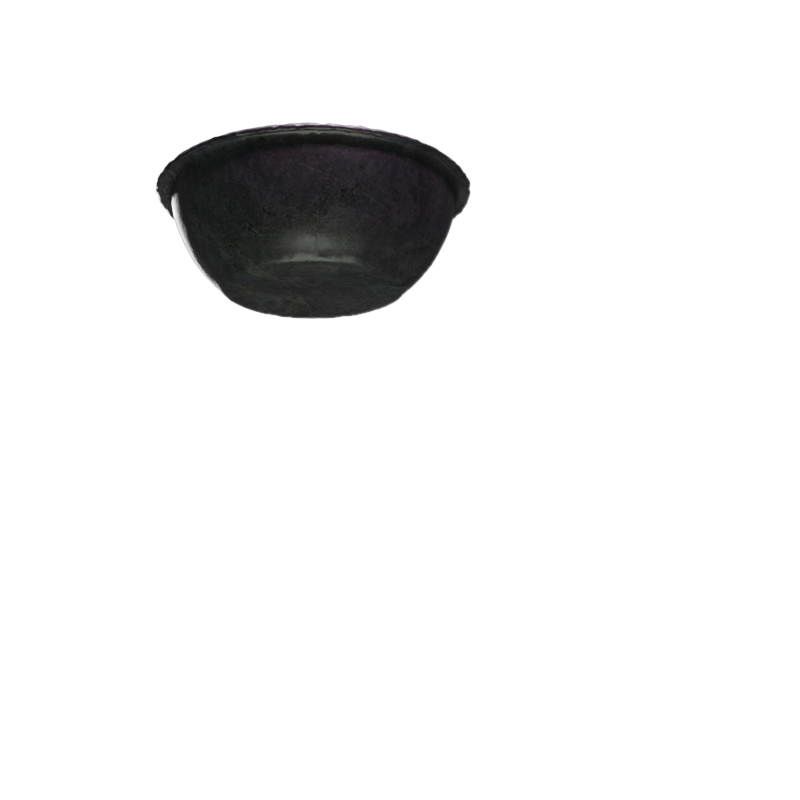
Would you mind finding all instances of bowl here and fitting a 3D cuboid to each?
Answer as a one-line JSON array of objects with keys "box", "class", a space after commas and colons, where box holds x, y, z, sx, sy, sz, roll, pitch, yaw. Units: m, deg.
[{"box": [-0.044, -0.081, 0.566, 0.162, 0.057, 0.156, 0, -15, -2], "class": "bowl"}]
